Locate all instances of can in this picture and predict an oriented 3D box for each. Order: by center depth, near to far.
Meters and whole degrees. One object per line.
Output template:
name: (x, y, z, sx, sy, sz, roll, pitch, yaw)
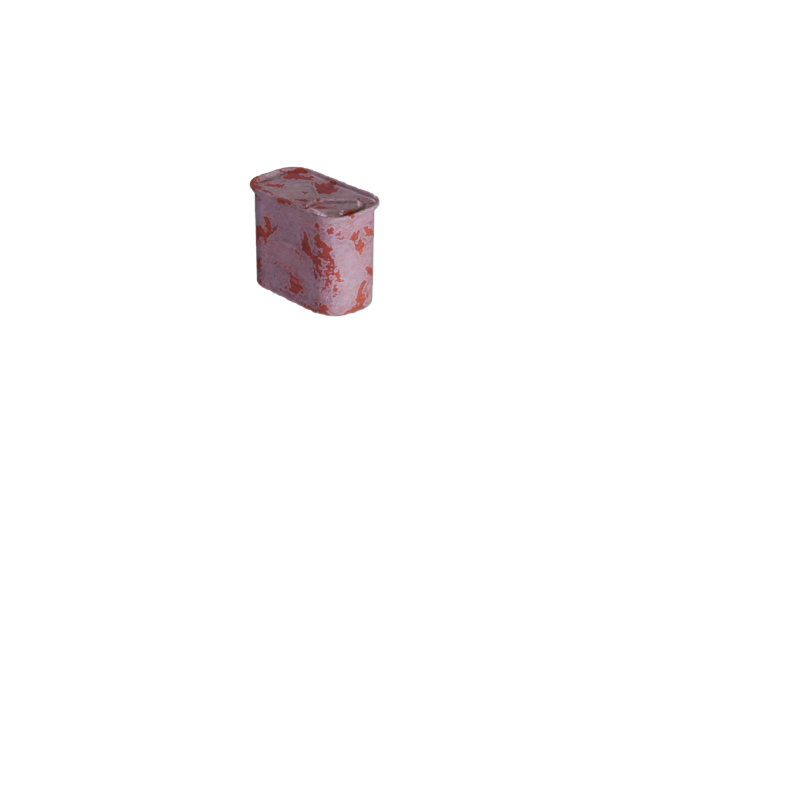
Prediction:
can: (-0.065, -0.119, 0.832, 0.057, 0.079, 0.109, -24, 38, -39)
